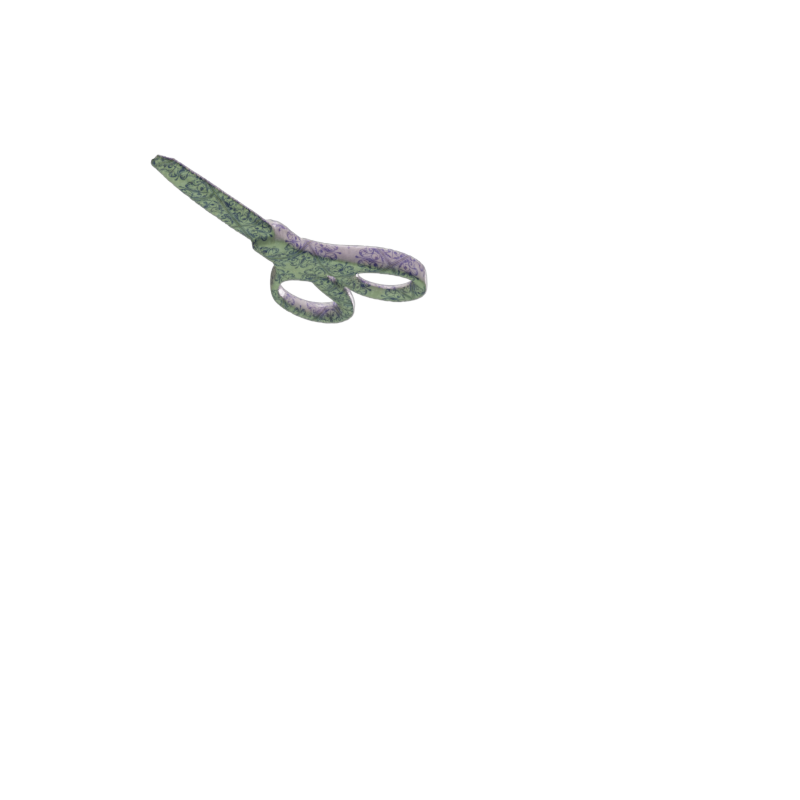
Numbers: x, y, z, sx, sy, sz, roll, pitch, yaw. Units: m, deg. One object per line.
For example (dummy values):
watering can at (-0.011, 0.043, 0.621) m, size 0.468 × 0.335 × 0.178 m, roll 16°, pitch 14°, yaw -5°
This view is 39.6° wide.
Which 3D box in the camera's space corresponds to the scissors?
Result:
scissors at (-0.044, -0.080, 0.558) m, size 0.097 × 0.016 × 0.190 m, roll -3°, pitch -18°, yaw 11°
